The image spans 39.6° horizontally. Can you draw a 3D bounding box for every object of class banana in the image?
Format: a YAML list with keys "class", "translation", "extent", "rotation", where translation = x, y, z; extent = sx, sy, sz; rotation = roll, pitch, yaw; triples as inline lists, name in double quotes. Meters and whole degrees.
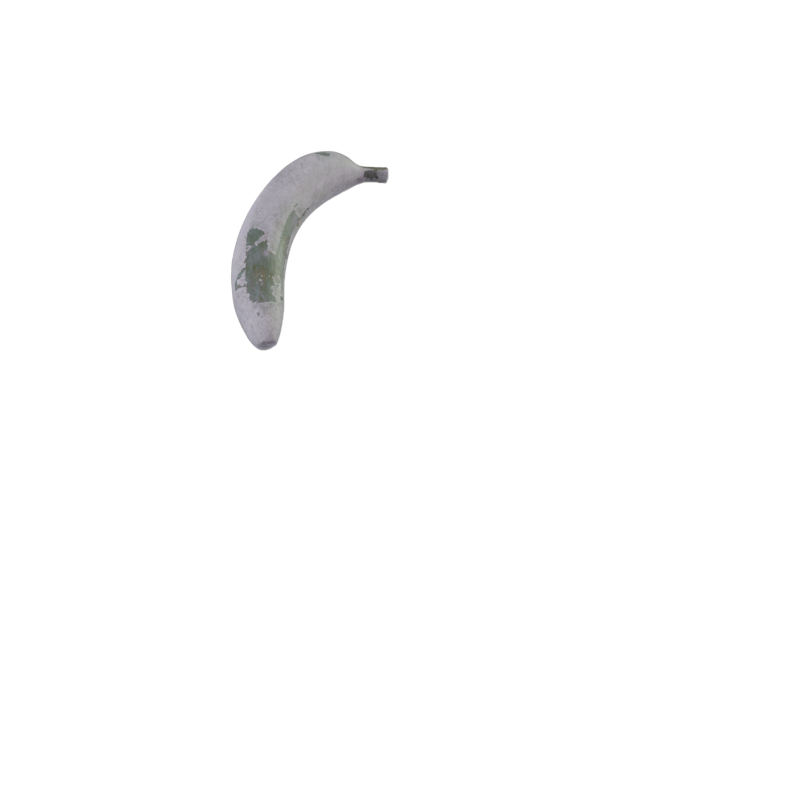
- class: "banana"
  translation: [-0.075, -0.118, 0.766]
  extent: [0.072, 0.206, 0.034]
  rotation: [18, -39, 14]
